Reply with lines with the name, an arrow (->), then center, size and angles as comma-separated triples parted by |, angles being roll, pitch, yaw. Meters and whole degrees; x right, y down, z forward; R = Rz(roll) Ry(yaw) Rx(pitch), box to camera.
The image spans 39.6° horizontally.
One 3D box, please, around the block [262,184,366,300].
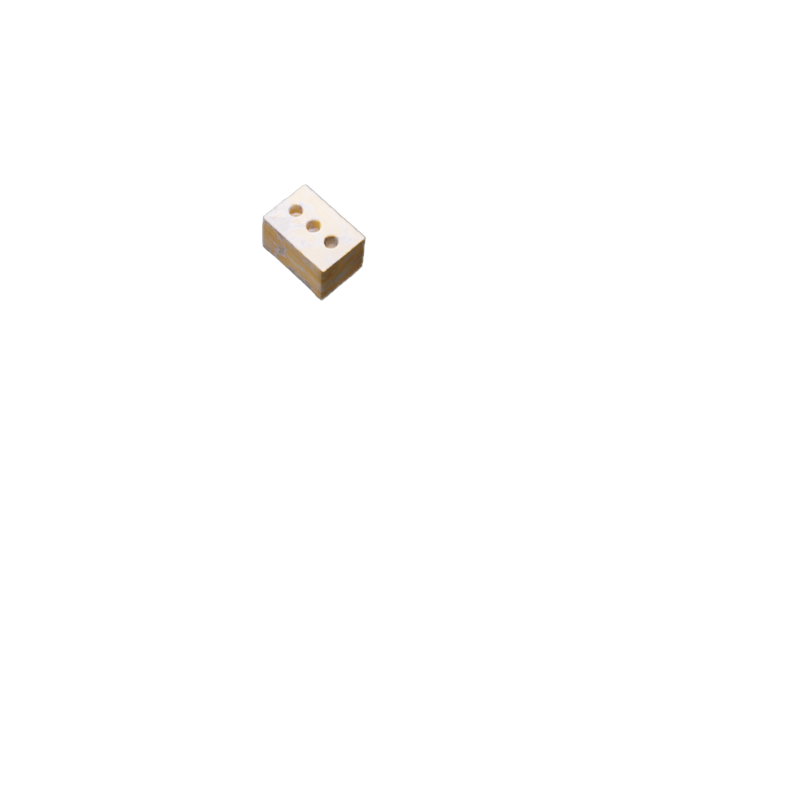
block -> -0.075, -0.136, 0.955 | 0.053, 0.082, 0.048 | -40, -21, -21
